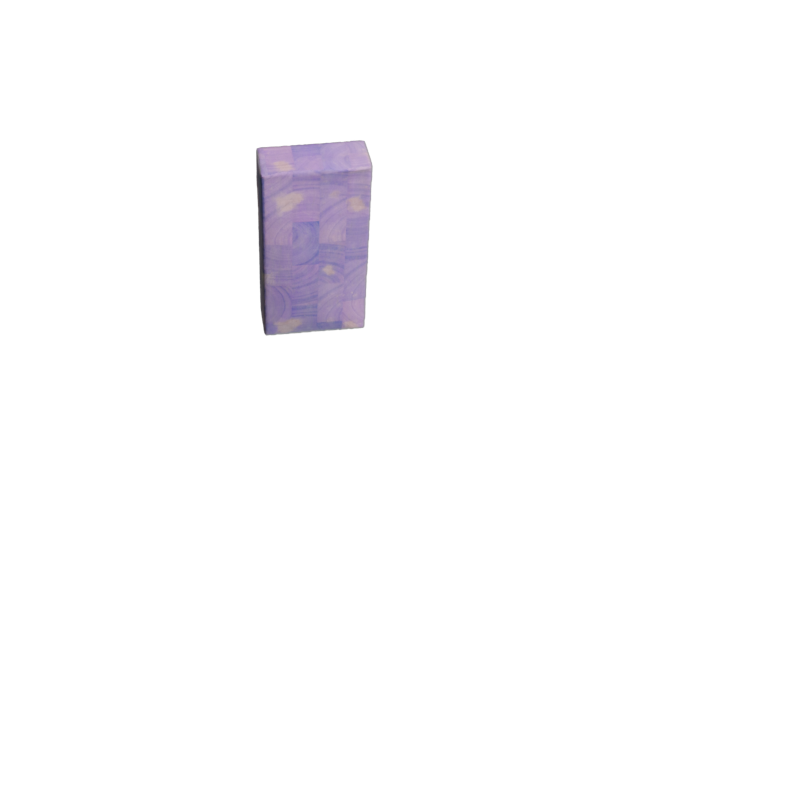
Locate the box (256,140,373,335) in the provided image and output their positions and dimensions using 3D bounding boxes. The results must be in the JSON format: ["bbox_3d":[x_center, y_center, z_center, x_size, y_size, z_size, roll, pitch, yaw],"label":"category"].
[{"bbox_3d":[-0.074,-0.134,0.943,0.093,0.164,0.052,-5,45,-8],"label":"box"}]
